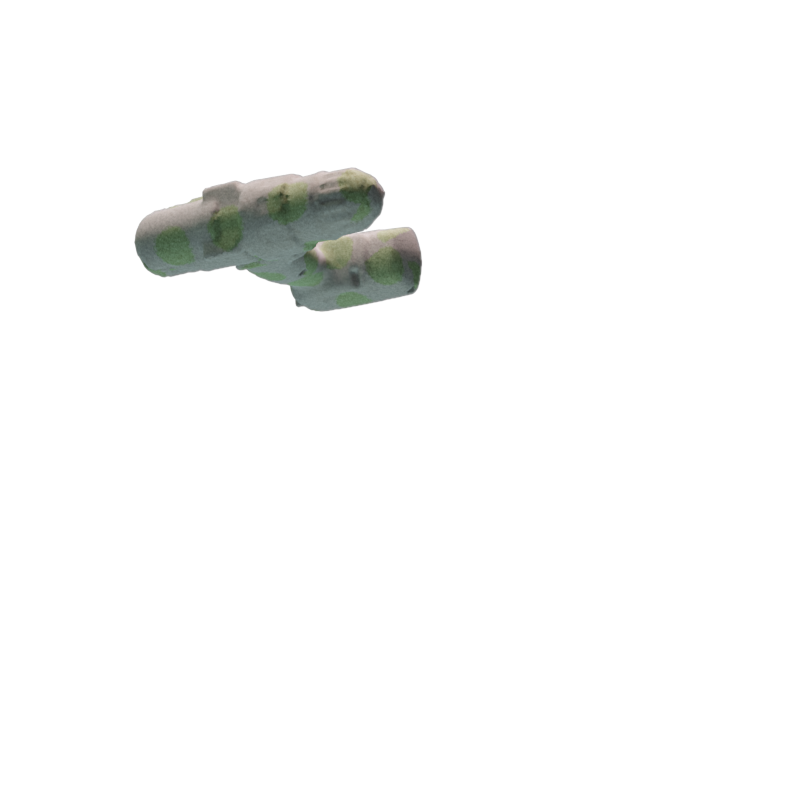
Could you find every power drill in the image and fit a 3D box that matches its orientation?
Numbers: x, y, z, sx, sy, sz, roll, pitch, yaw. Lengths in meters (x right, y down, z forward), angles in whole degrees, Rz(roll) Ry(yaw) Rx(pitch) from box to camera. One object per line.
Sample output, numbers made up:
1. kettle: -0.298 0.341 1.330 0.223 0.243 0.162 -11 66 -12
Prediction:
1. power drill: -0.060 -0.110 0.768 0.189 0.059 0.177 -5 -10 31
